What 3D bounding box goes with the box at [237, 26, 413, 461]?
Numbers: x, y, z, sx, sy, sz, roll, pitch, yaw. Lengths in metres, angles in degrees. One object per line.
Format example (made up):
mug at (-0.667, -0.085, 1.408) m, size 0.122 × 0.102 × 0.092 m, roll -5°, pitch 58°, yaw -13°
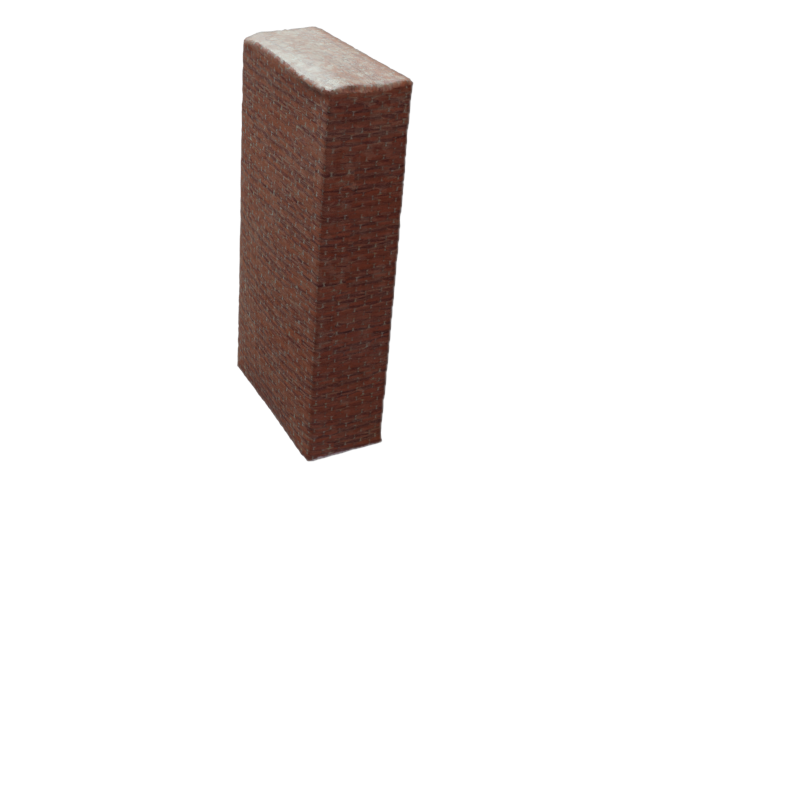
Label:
box at (-0.040, -0.072, 0.505) m, size 0.047 × 0.166 × 0.100 m, roll -12°, pitch 31°, yaw -25°
